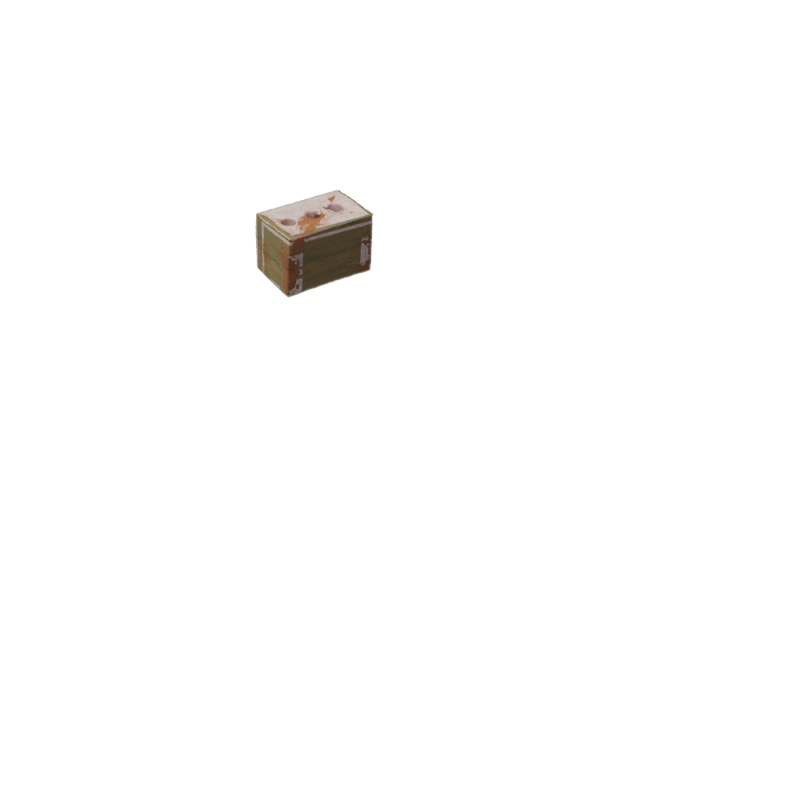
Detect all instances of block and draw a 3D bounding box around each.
[{"bbox_3d":[-0.068,-0.123,0.865,0.077,0.048,0.057,-21,40,-28],"label":"block"}]
